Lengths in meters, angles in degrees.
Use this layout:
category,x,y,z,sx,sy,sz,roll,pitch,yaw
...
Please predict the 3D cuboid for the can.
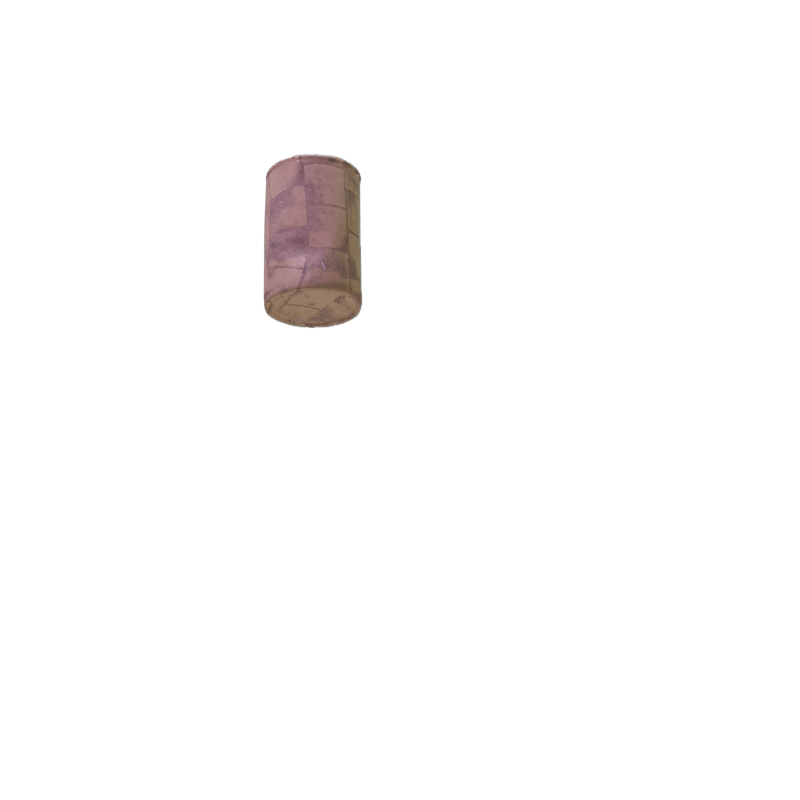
category,x,y,z,sx,sy,sz,roll,pitch,yaw
can,-0.060,-0.109,0.764,0.068,0.108,0.065,0,-24,-2
